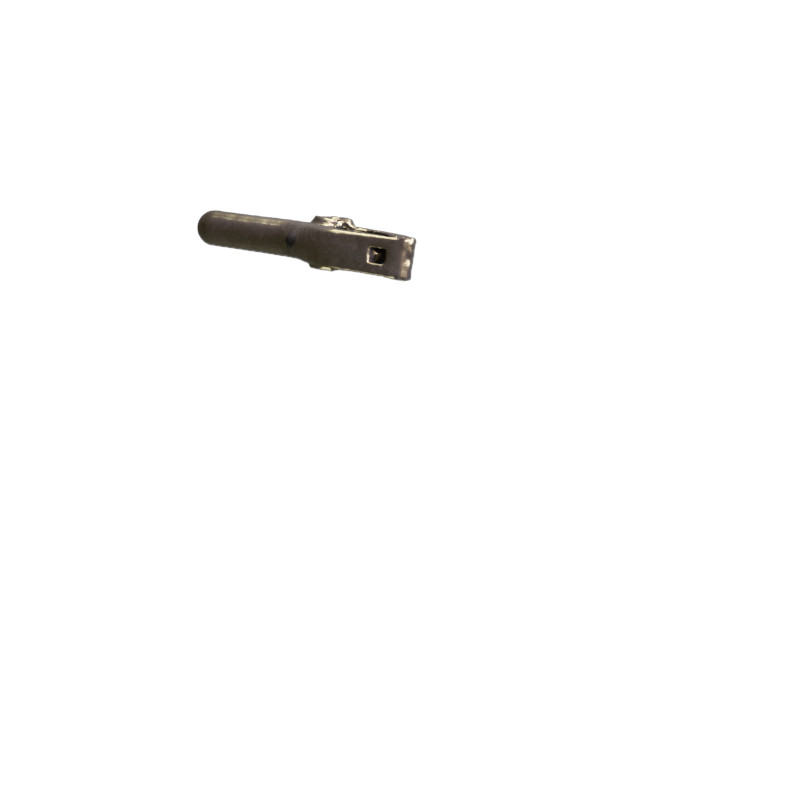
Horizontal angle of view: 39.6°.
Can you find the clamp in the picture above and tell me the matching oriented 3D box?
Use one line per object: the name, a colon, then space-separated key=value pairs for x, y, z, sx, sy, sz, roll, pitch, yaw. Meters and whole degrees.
clamp: x=-0.058 y=-0.106 z=0.743 sx=0.117 sy=0.038 sz=0.180 roll=-6 pitch=13 yaw=-28
